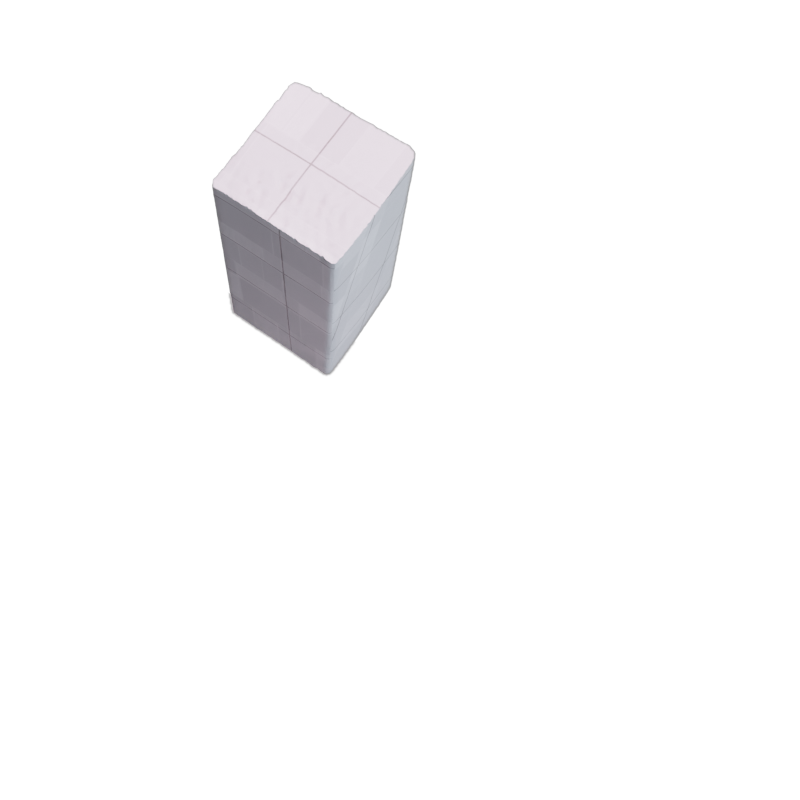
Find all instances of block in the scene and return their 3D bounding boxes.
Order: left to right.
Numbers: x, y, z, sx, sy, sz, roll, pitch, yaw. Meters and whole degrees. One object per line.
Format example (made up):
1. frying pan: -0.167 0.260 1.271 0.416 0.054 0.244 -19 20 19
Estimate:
1. block: -0.057 -0.105 0.735 0.093 0.092 0.197 33 -17 7
